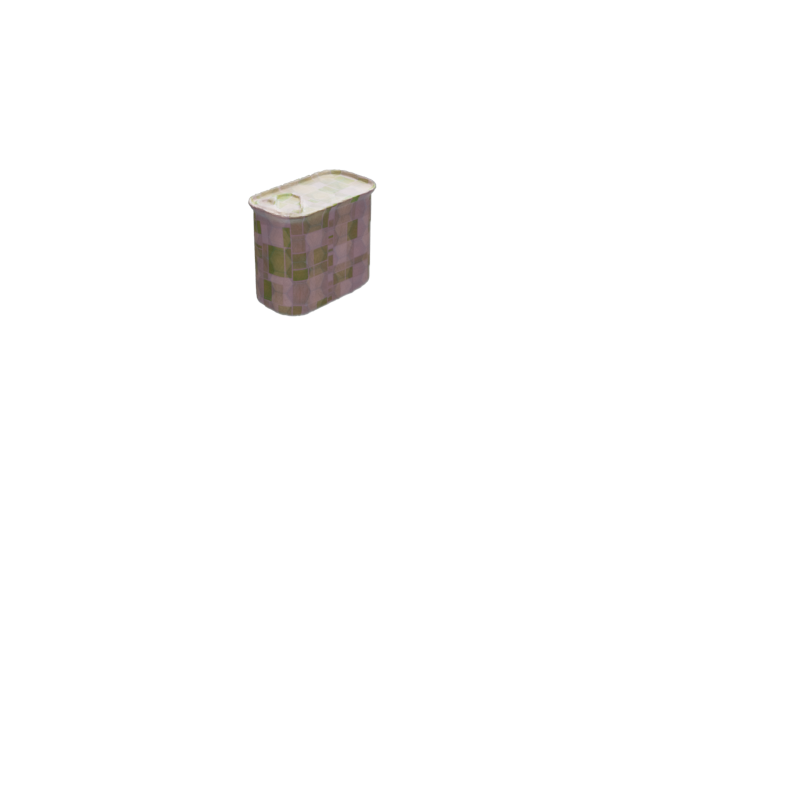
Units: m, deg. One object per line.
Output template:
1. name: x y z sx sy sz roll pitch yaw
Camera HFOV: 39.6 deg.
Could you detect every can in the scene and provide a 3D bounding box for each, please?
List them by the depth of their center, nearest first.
1. can: -0.067 -0.122 0.854 0.061 0.079 0.101 23 35 36
